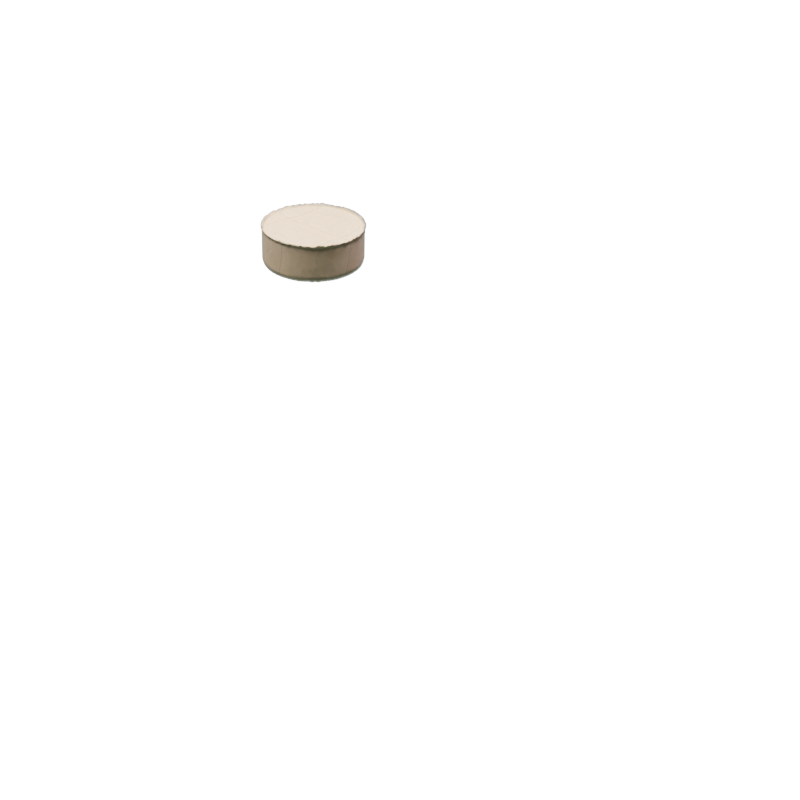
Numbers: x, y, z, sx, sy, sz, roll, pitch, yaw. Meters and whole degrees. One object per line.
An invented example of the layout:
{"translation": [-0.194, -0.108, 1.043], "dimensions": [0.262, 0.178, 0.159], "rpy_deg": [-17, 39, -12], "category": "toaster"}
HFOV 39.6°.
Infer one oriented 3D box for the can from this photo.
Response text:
{"translation": [-0.071, -0.130, 0.910], "dimensions": [0.086, 0.032, 0.091], "rpy_deg": [-1, 31, -2], "category": "can"}
